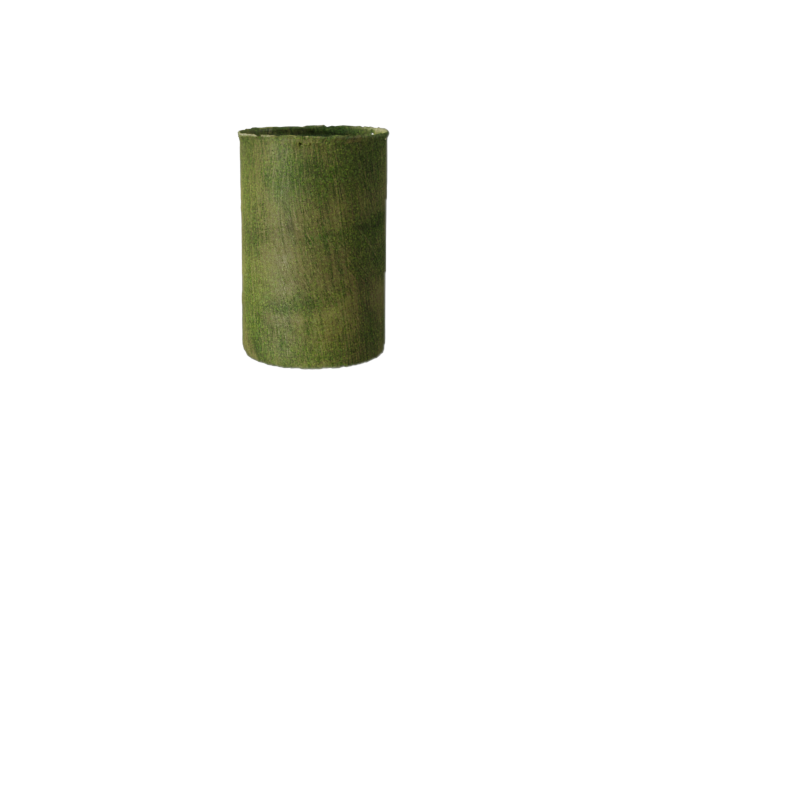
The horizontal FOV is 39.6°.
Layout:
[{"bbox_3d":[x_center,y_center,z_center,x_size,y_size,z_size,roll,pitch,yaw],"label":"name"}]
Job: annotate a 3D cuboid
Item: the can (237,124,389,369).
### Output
[{"bbox_3d":[-0.040,-0.072,0.505,0.068,0.100,0.071,0,13,-2],"label":"can"}]
